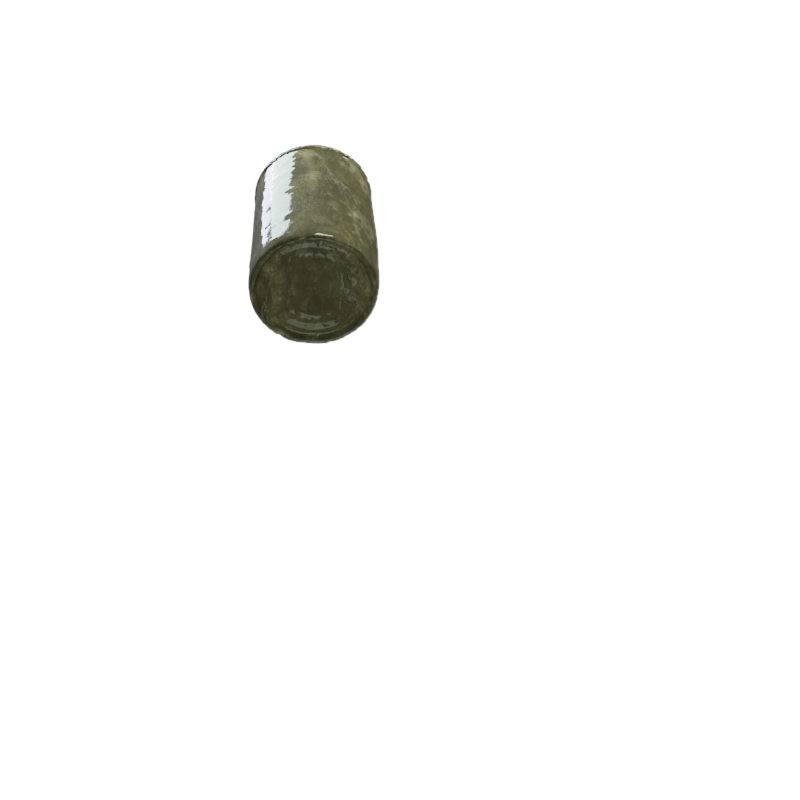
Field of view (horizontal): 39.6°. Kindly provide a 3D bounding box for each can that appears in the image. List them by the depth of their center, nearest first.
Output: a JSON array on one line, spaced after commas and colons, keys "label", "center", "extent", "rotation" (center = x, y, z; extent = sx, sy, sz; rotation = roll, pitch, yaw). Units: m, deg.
[{"label": "can", "center": [-0.047, -0.086, 0.600], "extent": [0.068, 0.064, 0.109], "rotation": [-1, 35, -3]}]
